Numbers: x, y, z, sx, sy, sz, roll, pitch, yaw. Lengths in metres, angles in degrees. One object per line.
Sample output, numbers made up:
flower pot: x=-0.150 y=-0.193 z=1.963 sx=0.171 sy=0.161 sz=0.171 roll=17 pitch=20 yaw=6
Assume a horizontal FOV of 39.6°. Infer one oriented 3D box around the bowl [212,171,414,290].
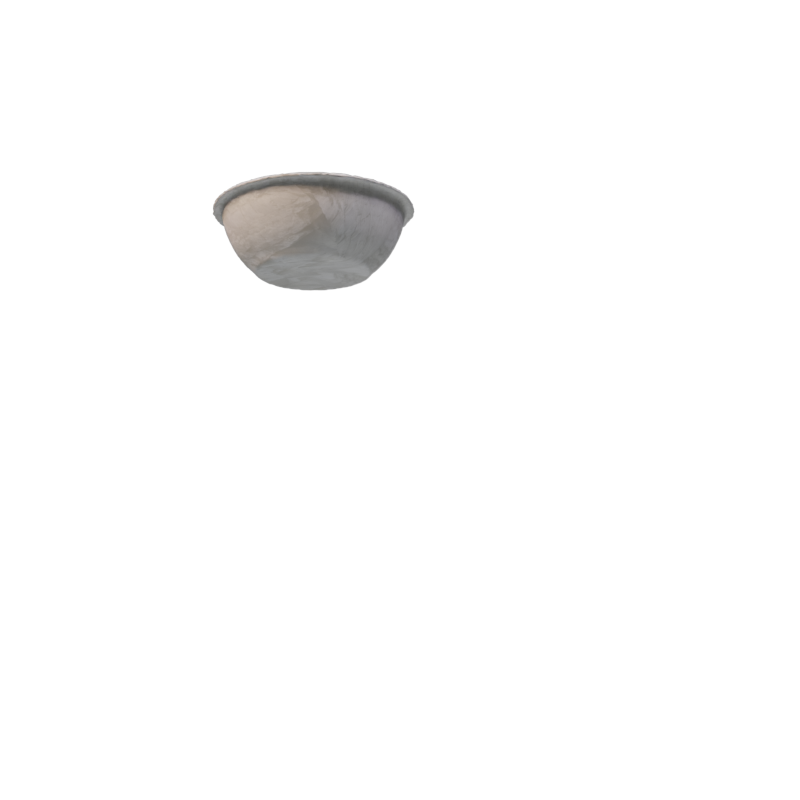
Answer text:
bowl: x=-0.069 y=-0.126 z=0.884 sx=0.162 sy=0.057 sz=0.156 roll=0 pitch=-13 yaw=-2
